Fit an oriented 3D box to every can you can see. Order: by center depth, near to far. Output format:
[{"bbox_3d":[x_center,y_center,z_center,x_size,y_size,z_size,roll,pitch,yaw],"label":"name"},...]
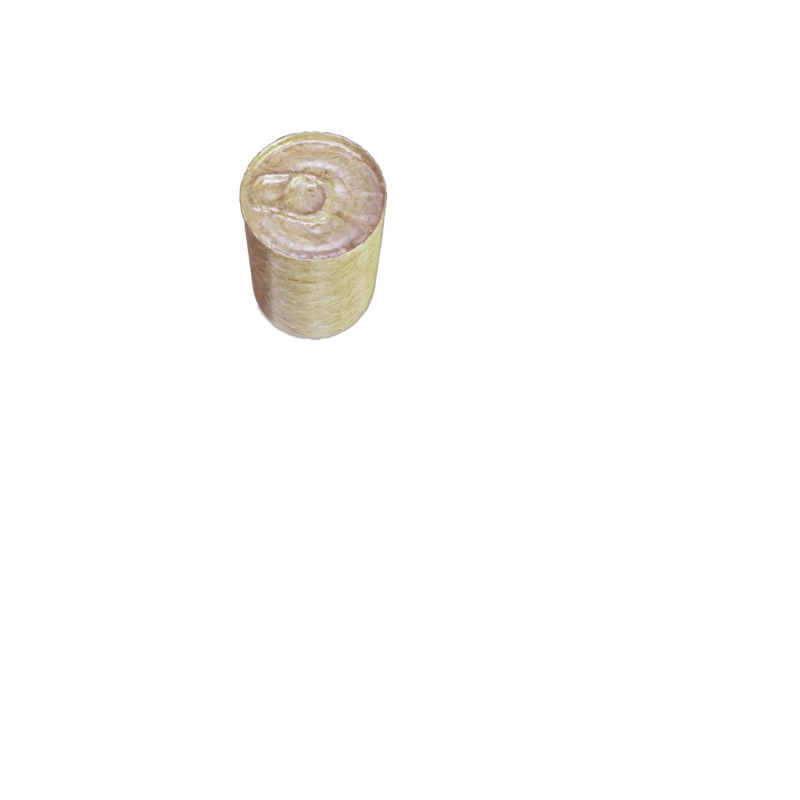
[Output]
[{"bbox_3d":[-0.043,-0.079,0.552,0.068,0.072,0.097,0,-21,-3],"label":"can"}]
